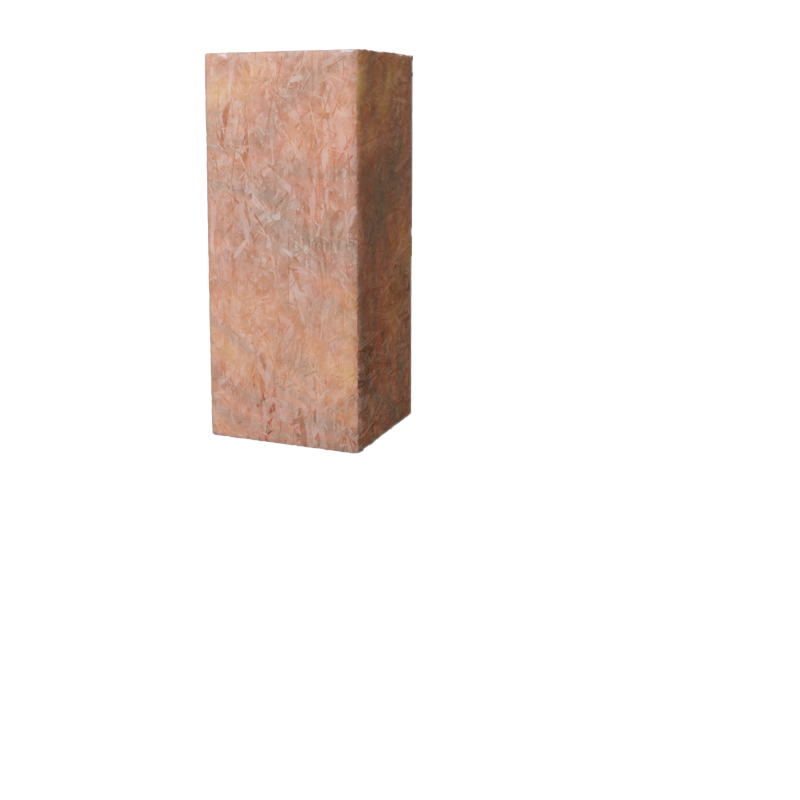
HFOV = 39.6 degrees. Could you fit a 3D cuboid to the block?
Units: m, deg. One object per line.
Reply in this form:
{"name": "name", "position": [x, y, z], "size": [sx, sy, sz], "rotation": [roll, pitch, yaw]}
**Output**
{"name": "block", "position": [-0.049, -0.088, 0.614], "size": [0.093, 0.202, 0.089], "rotation": [4, 9, 21]}
